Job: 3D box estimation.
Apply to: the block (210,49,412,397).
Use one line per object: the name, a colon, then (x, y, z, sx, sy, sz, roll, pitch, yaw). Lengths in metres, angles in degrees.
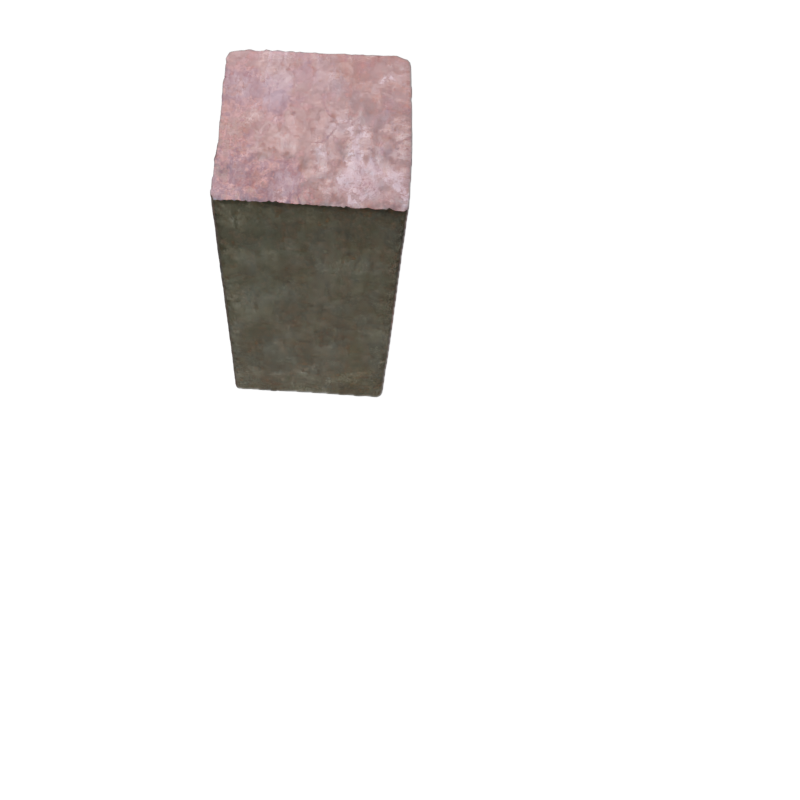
block: (-0.046, -0.086, 0.596, 0.091, 0.096, 0.195, 3, -26, -2)
